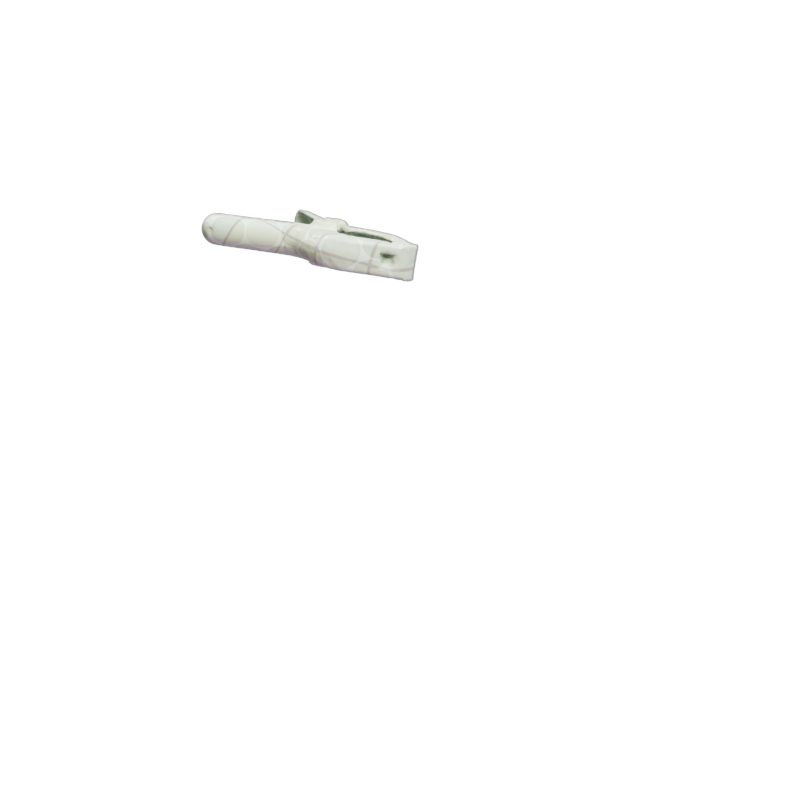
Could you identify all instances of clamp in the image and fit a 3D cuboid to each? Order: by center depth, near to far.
[{"bbox_3d":[-0.066,-0.121,0.846,0.117,0.038,0.181,-15,24,-39],"label":"clamp"}]
